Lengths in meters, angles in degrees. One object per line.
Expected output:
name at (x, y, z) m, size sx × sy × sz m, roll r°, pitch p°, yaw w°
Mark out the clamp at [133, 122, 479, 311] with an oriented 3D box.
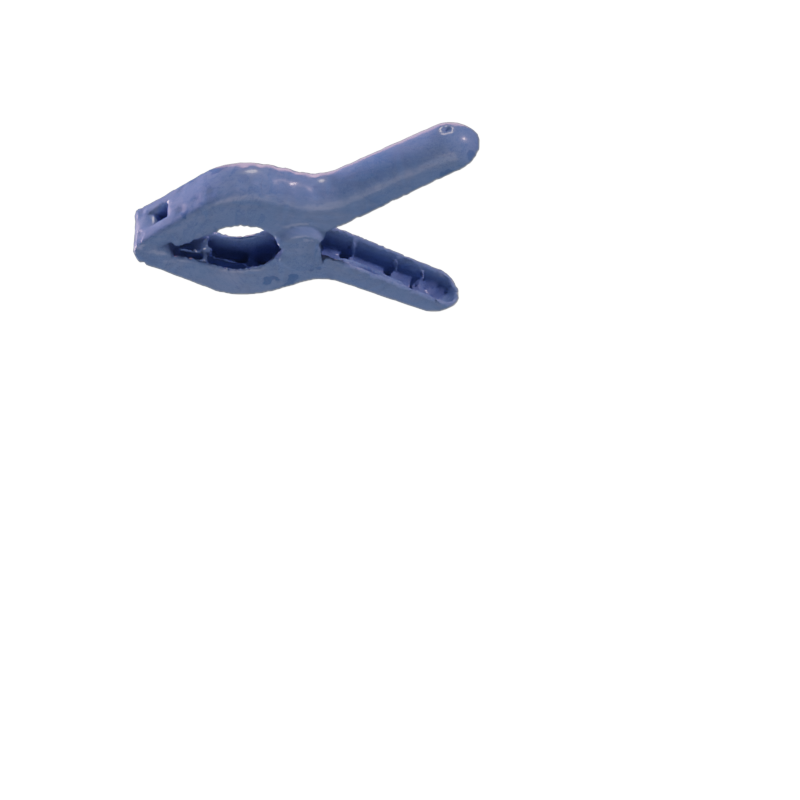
clamp at (-0.043, -0.079, 0.555) m, size 0.172 × 0.111 × 0.042 m, roll -6°, pitch 44°, yaw 5°
